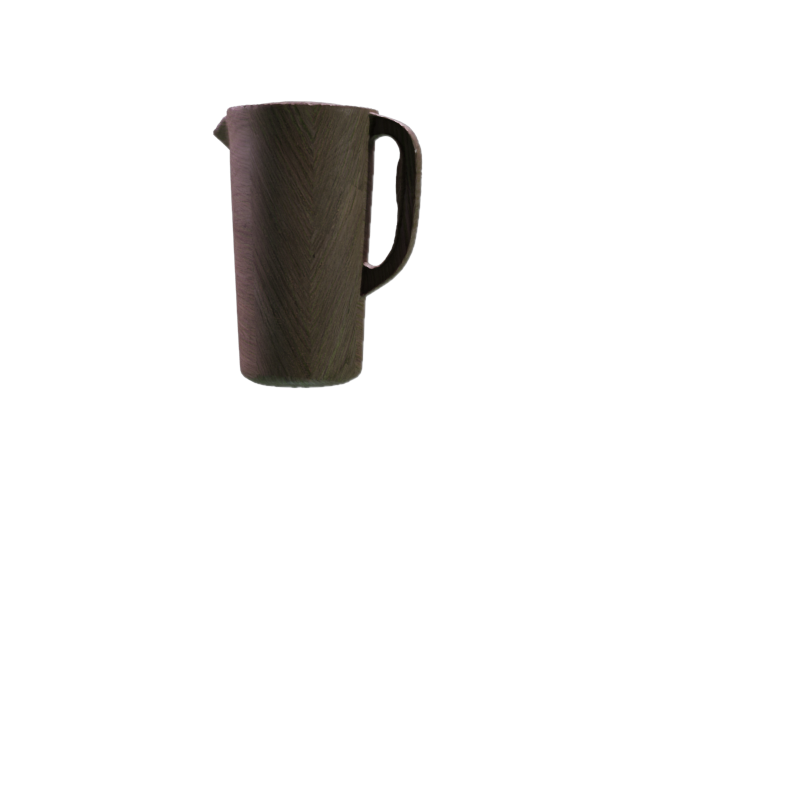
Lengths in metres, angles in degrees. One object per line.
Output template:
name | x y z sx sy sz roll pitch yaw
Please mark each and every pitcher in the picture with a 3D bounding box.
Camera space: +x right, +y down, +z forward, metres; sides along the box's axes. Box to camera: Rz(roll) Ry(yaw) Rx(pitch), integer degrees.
pitcher | -0.075 -0.138 0.964 0.140 0.241 0.155 -2 5 -29
